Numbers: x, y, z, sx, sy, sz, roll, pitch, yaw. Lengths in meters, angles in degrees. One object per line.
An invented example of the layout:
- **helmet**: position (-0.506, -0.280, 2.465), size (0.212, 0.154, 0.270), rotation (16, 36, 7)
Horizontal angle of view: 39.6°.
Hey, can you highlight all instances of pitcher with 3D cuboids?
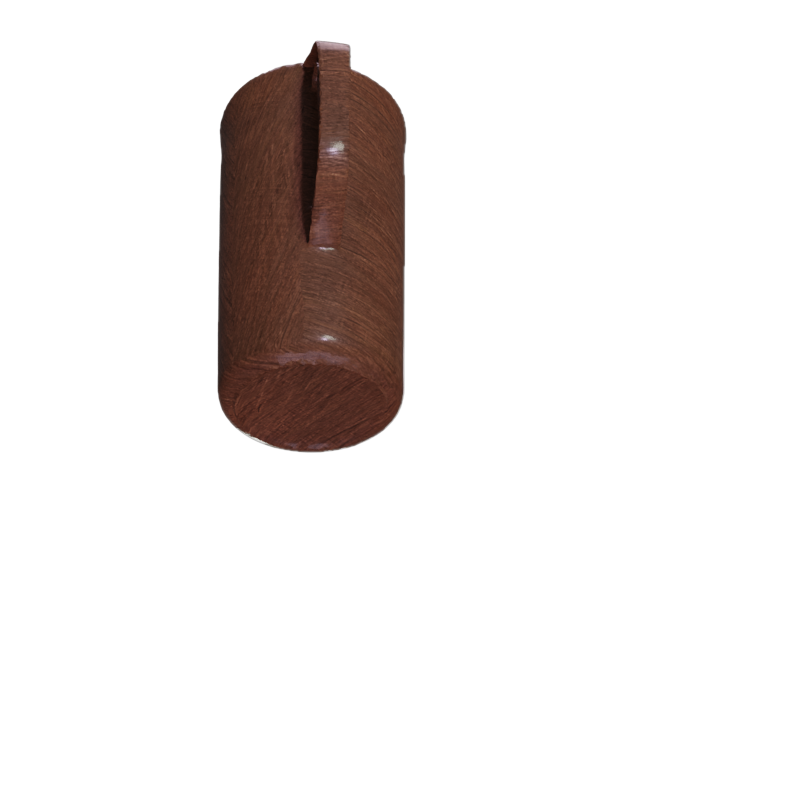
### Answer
- **pitcher**: position (-0.055, -0.101, 0.706), size (0.145, 0.261, 0.138), rotation (-25, -45, 24)
